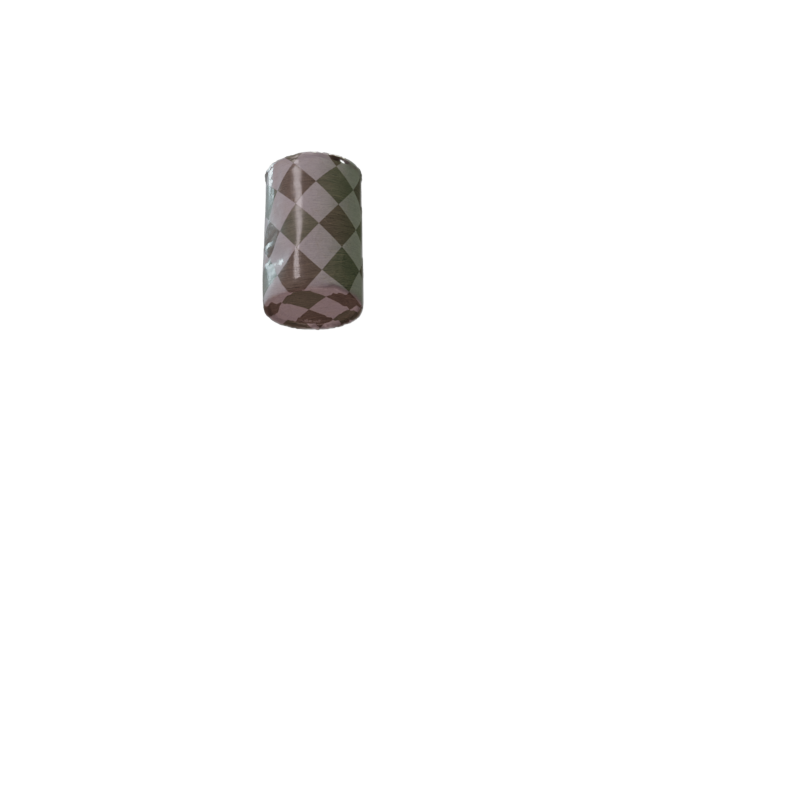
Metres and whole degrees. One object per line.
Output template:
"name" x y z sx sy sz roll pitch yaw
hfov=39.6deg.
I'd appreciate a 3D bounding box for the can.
"can" -0.058 -0.107 0.747 0.068 0.108 0.065 0 -25 -2
